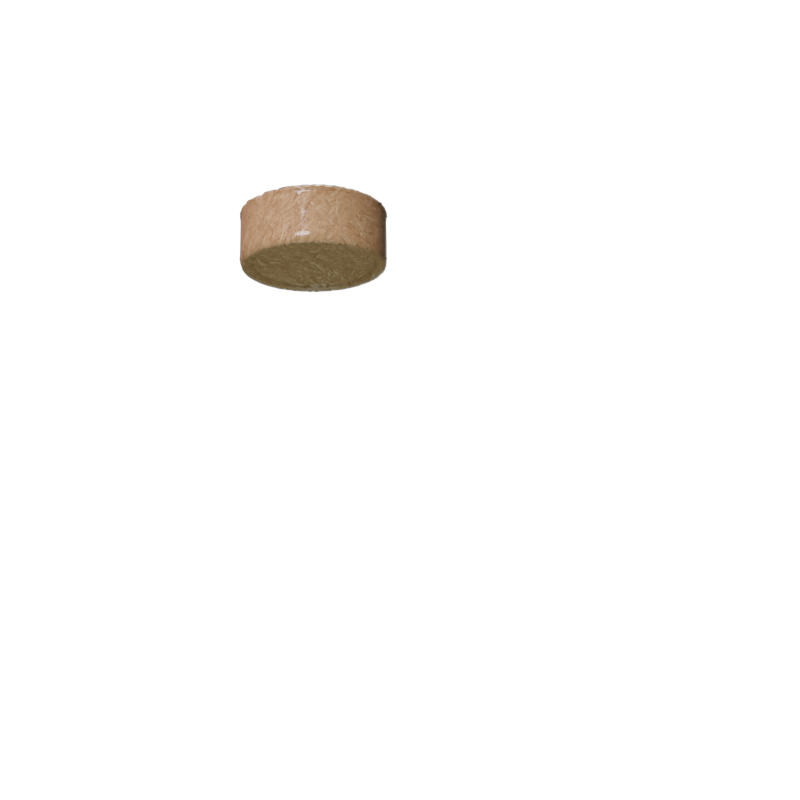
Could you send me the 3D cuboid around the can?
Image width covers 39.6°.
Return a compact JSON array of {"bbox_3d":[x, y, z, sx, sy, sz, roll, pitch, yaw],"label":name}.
[{"bbox_3d":[-0.050,-0.091,0.640,0.086,0.035,0.082,0,-16,-2],"label":"can"}]
